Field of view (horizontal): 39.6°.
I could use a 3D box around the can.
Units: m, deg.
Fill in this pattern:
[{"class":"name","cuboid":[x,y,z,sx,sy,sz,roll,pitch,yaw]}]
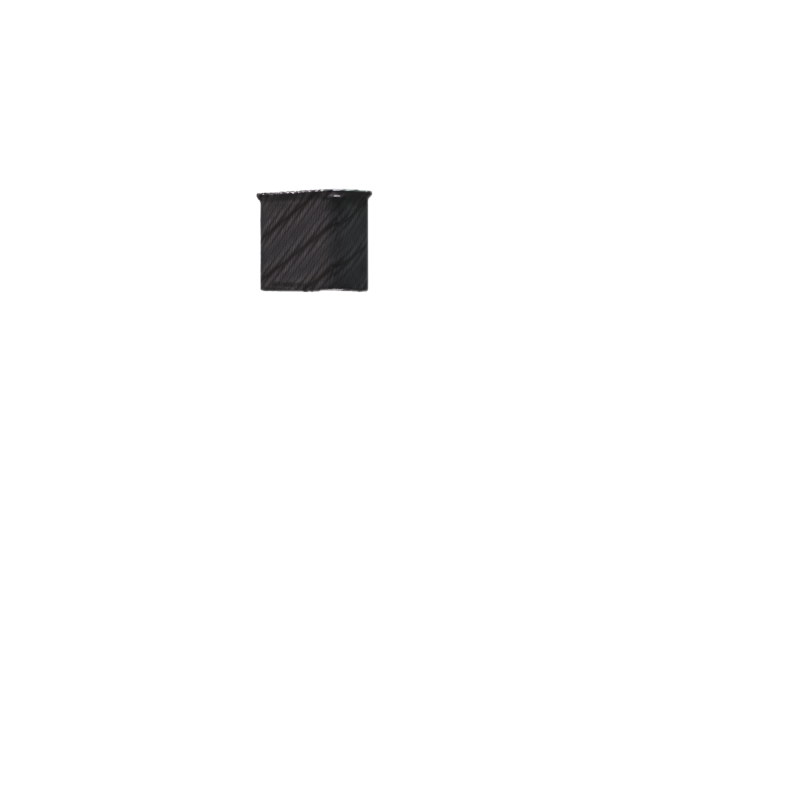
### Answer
[{"class":"can","cuboid":[-0.073,-0.133,0.934,0.106,0.084,0.055,3,3,40]}]
